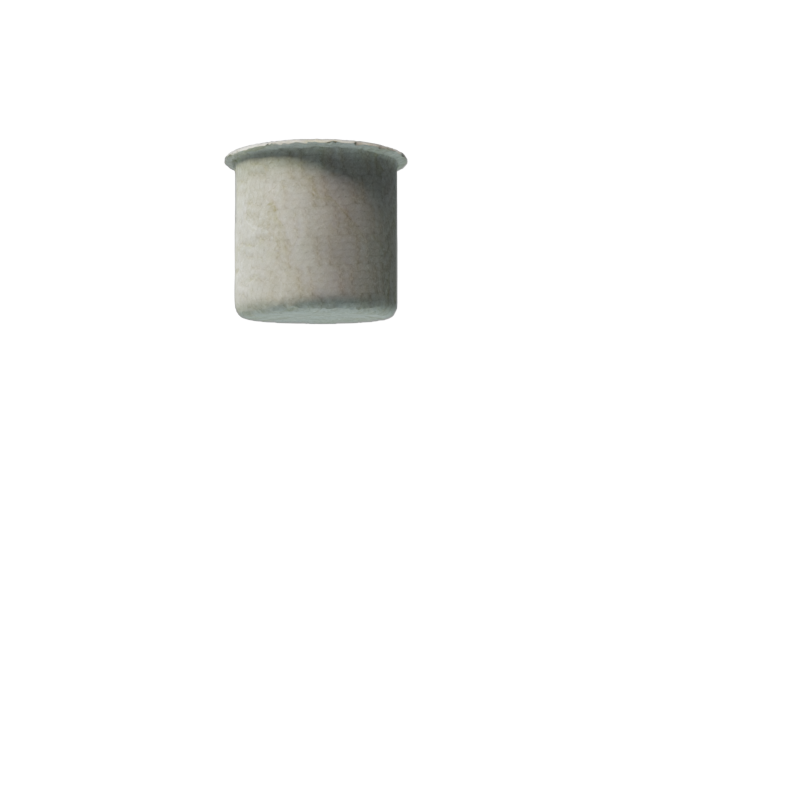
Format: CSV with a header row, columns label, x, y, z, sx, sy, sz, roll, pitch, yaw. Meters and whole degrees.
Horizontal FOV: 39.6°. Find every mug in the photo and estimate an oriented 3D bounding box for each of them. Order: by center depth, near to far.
label,x,y,z,sx,sy,sz,roll,pitch,yaw
mug,-0.045,-0.081,0.570,0.092,0.083,0.117,0,-3,-10
